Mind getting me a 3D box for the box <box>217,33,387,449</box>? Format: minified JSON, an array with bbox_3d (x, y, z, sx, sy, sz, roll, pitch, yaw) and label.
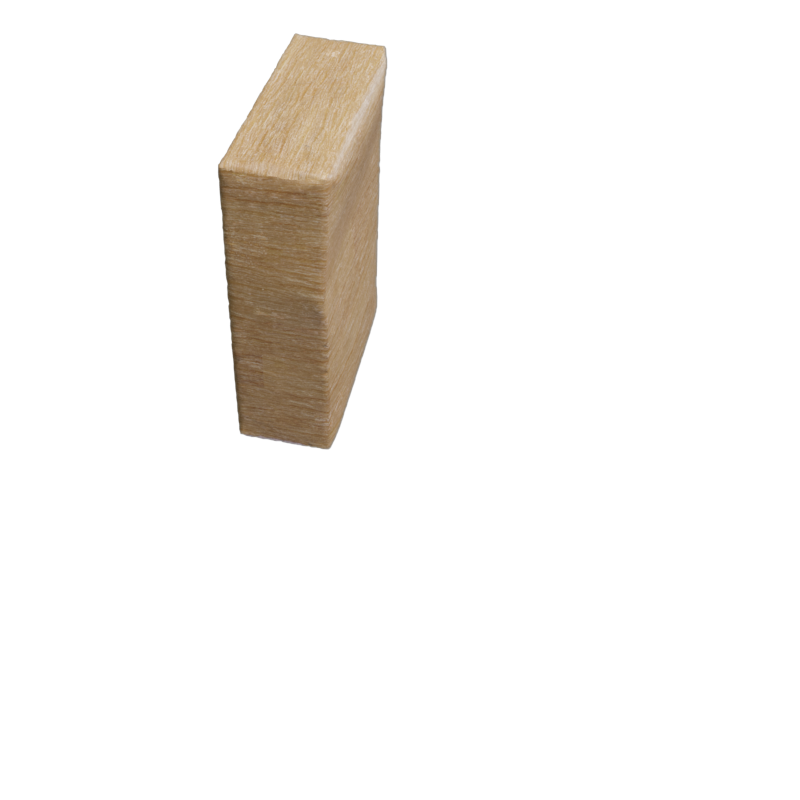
[{"bbox_3d":[-0.056,-0.102,0.717,0.073,0.199,0.173,9,42,6],"label":"box"}]
